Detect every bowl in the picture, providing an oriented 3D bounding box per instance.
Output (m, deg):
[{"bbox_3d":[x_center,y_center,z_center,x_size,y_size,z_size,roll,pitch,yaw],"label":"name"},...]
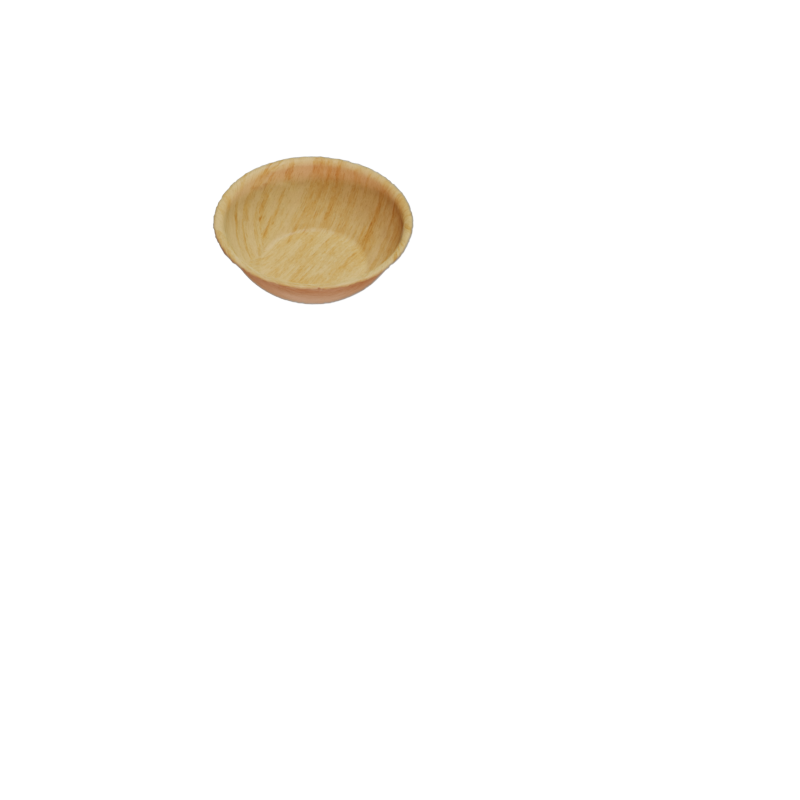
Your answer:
[{"bbox_3d":[-0.071,-0.130,0.911,0.162,0.174,0.051,-1,-44,-1],"label":"bowl"}]
